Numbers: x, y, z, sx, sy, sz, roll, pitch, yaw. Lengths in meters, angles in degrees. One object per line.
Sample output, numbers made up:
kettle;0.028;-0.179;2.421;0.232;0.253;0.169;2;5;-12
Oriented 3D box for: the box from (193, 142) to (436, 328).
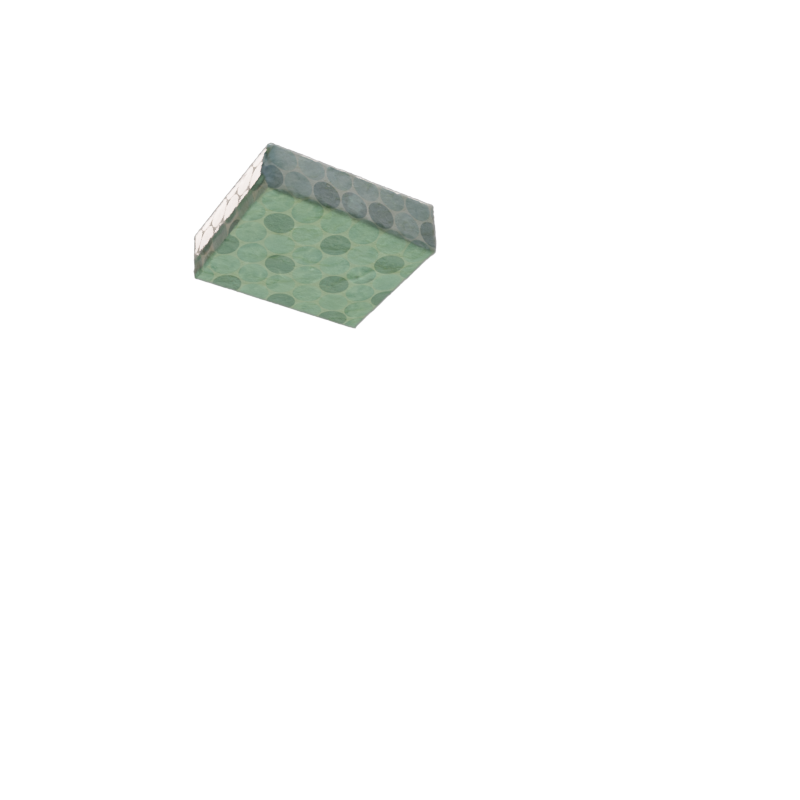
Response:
box;-0.050;-0.091;0.633;0.108;0.042;0.088;20;-39;-26
